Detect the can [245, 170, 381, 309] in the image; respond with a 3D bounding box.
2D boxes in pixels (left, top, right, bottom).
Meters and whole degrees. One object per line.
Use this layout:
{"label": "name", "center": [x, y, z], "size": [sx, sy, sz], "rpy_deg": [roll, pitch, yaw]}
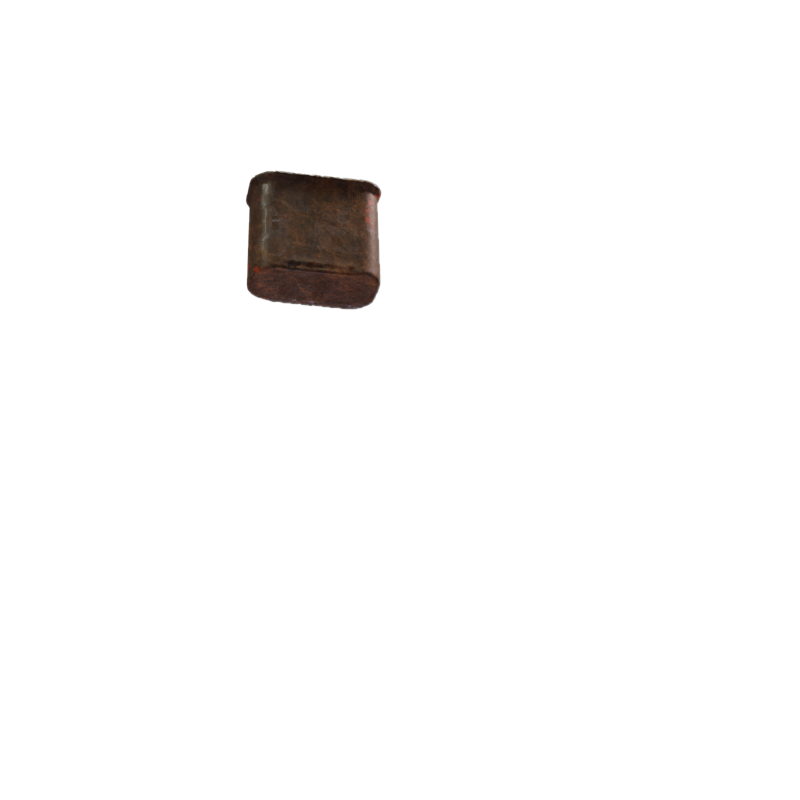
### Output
{"label": "can", "center": [-0.065, -0.119, 0.832], "size": [0.100, 0.089, 0.055], "rpy_deg": [5, -29, -11]}
